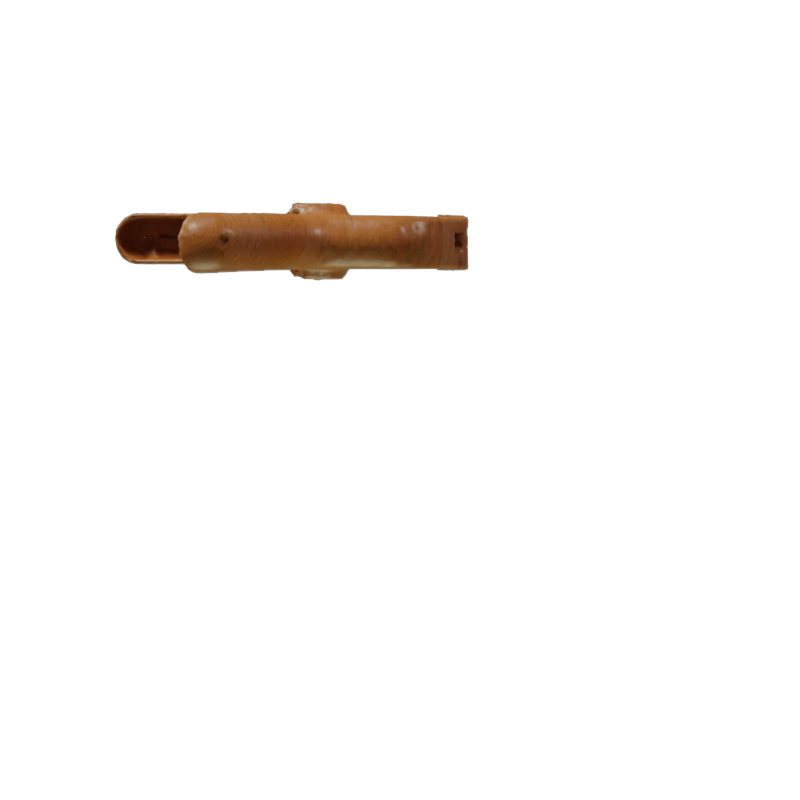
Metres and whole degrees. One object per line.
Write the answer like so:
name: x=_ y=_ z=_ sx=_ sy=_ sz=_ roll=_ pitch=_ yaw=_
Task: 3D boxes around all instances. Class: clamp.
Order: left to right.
clamp: x=-0.040 y=-0.073 z=0.509 sx=0.168 sy=0.038 sz=0.126 roll=-4 pitch=15 yaw=-16
